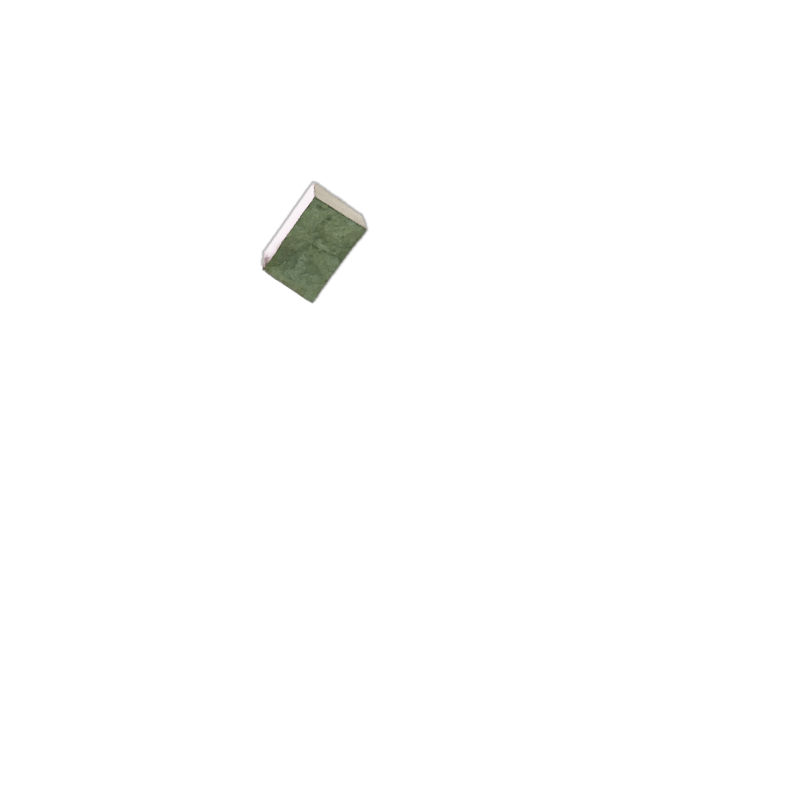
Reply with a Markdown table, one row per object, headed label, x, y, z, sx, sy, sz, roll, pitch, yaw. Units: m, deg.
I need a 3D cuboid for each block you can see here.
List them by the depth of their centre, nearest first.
| label | x | y | z | sx | sy | sz | roll | pitch | yaw |
| --- | --- | --- | --- | --- | --- | --- | --- | --- | --- |
| block | -0.071 | -0.130 | 0.909 | 0.051 | 0.077 | 0.054 | 34 | 15 | -14 |
